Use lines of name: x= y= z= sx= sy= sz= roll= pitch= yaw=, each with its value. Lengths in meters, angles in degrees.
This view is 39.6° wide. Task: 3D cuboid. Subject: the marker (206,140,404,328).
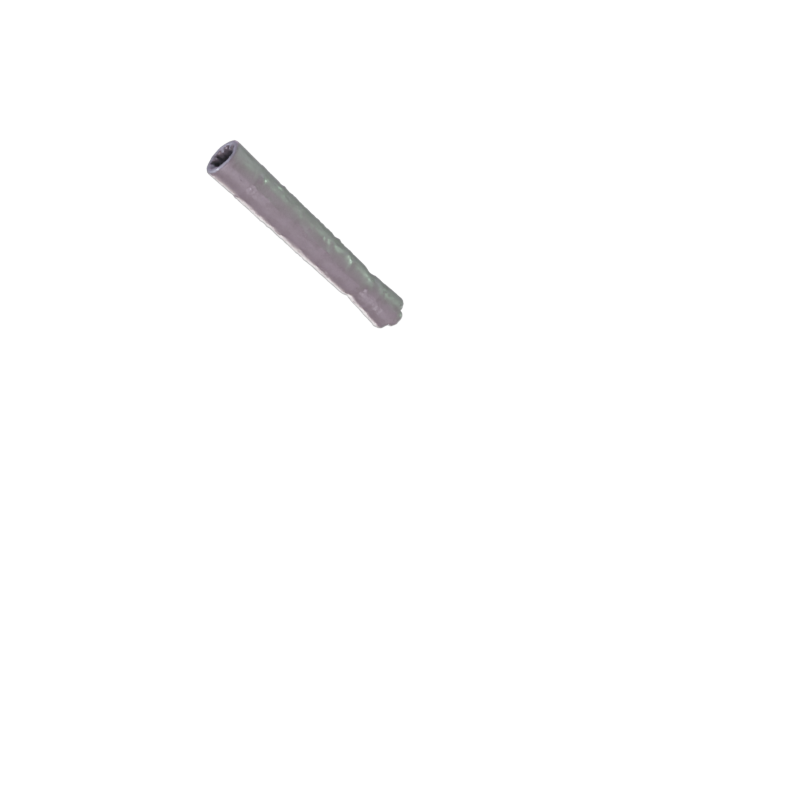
marker: x=-0.039 y=-0.071 z=0.500 sx=0.113 sy=0.020 sz=0.020 roll=41 pitch=-21 yaw=-30
